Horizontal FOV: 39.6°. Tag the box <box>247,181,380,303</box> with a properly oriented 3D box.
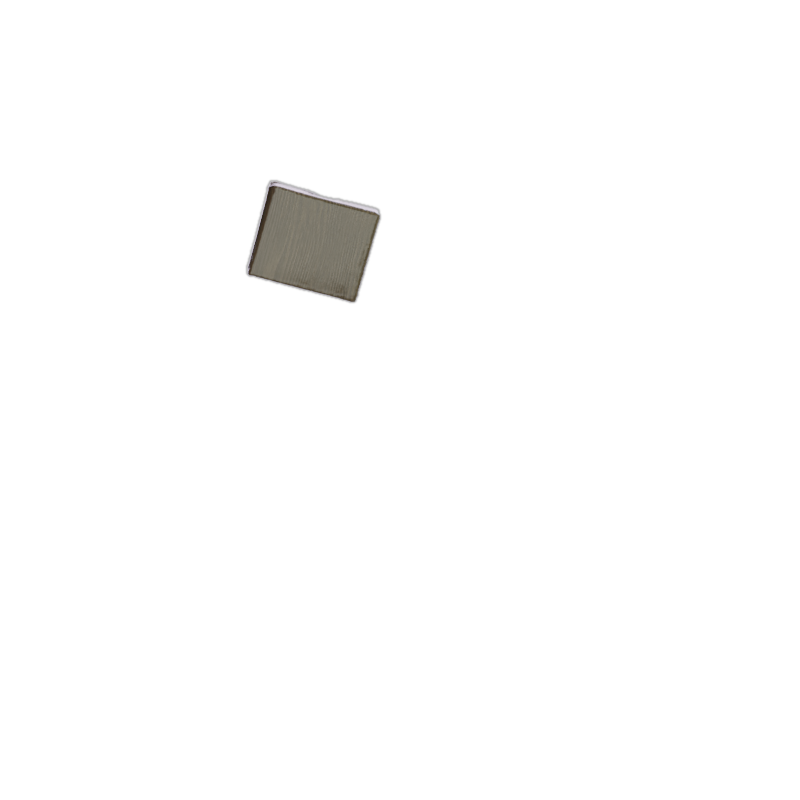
[{"bbox_3d":[-0.067,-0.123,0.859,0.089,0.072,0.031,15,11,-3],"label":"box"}]
